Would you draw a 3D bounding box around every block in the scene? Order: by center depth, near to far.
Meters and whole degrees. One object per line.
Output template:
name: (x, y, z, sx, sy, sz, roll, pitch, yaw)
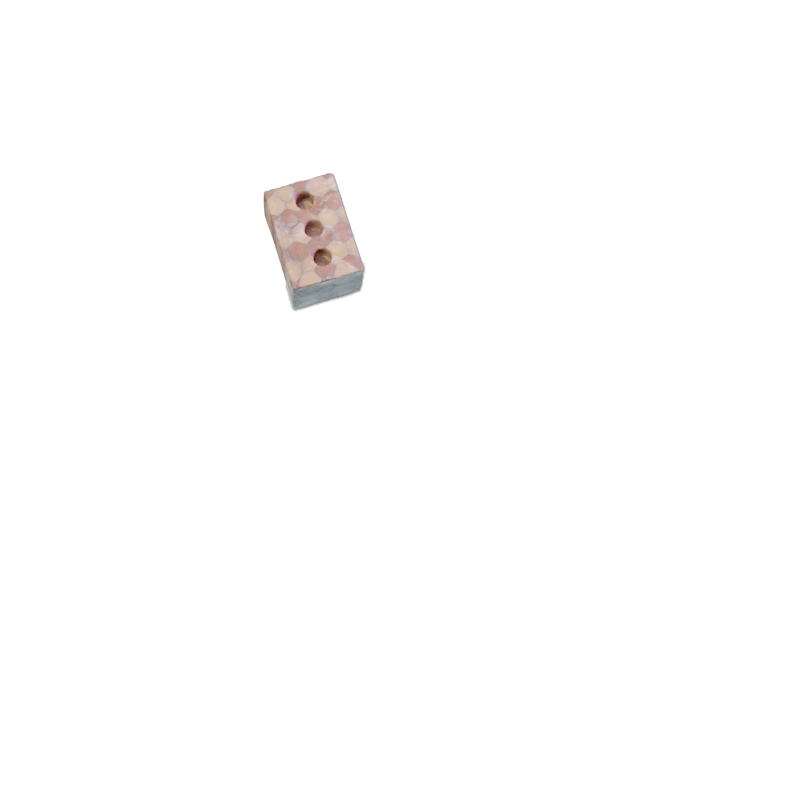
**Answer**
block: (-0.061, -0.112, 0.783, 0.052, 0.082, 0.049, -16, -17, -7)
